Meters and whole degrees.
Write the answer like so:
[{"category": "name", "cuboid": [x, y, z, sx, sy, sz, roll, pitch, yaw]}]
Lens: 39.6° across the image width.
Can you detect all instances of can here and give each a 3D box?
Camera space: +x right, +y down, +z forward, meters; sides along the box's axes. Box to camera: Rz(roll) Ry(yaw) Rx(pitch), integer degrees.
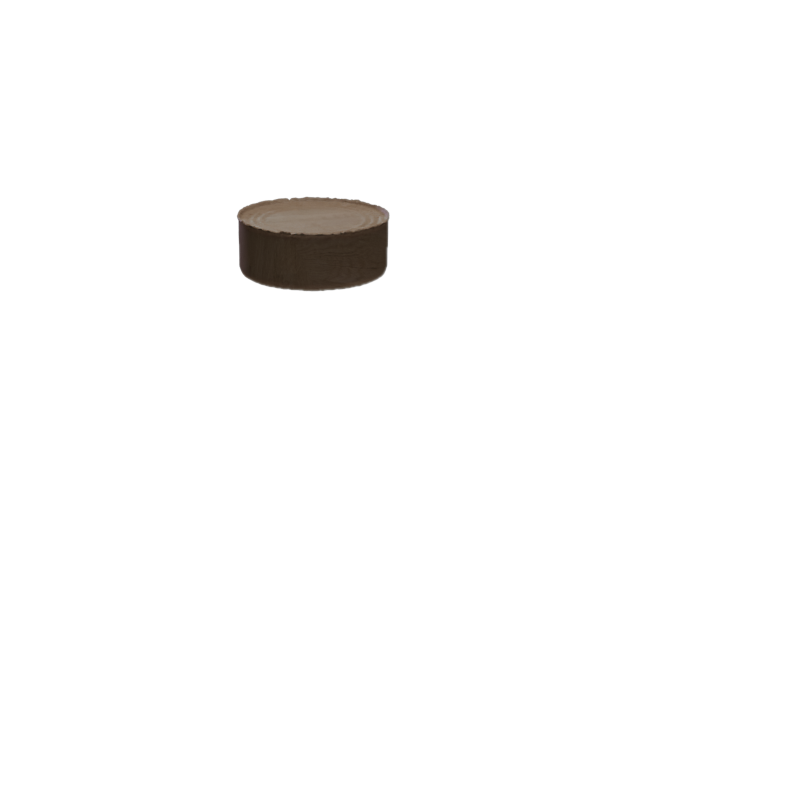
[{"category": "can", "cuboid": [-0.049, -0.089, 0.627, 0.086, 0.032, 0.090, -1, 22, -2]}]
